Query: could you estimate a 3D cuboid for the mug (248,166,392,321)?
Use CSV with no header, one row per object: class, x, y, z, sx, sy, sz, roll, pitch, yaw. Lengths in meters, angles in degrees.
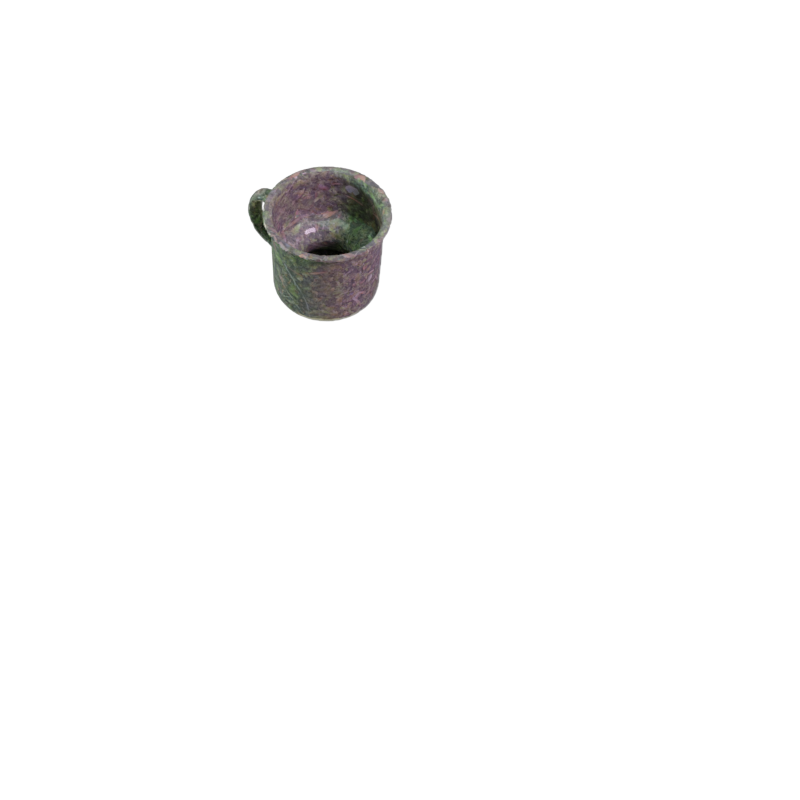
mug,-0.065,-0.118,0.827,0.122,0.096,0.076,27,-34,18
